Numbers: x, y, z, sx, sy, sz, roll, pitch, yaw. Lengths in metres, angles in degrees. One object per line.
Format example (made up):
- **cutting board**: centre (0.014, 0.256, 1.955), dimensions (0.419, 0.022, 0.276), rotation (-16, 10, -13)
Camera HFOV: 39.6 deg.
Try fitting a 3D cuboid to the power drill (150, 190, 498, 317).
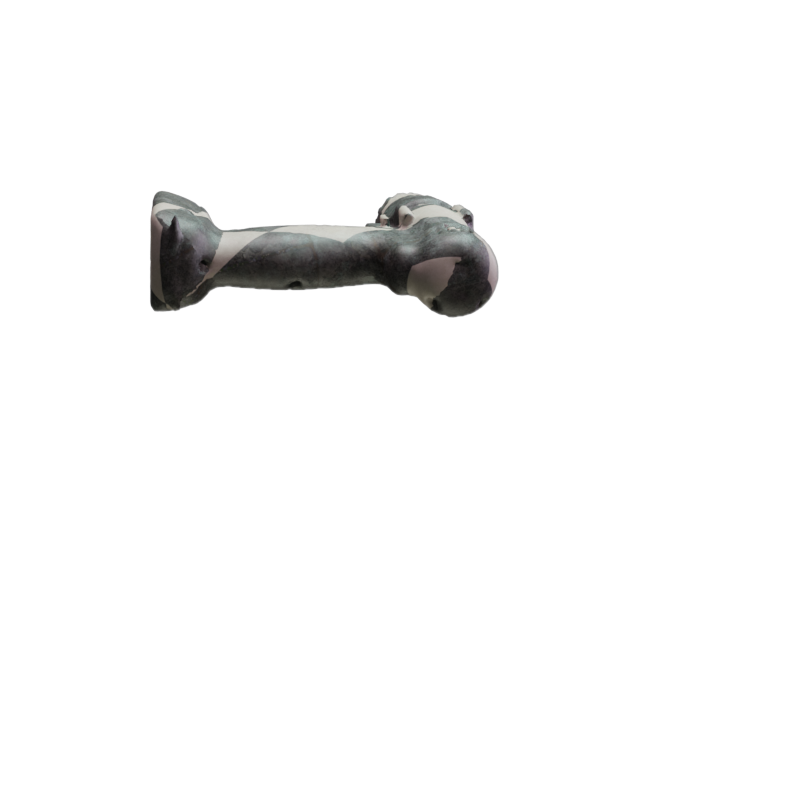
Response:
- **power drill**: centre (-0.050, -0.092, 0.644), dimensions (0.186, 0.056, 0.192), rotation (-2, 17, -8)
